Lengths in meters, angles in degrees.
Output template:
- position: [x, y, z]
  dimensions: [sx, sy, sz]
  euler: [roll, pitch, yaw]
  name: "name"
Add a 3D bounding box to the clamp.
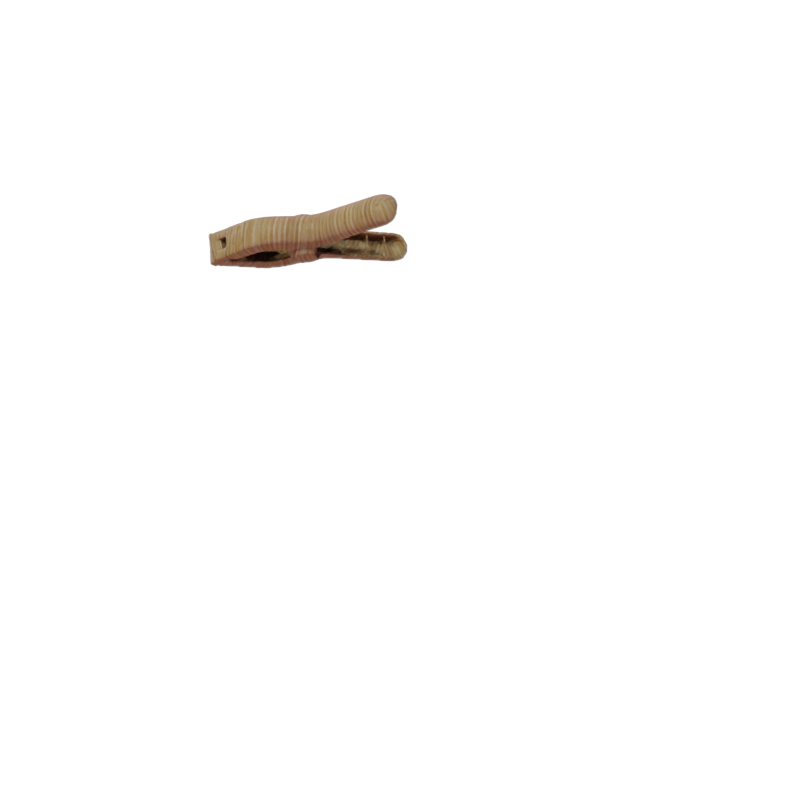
- position: [-0.074, -0.135, 0.946]
  dimensions: [0.174, 0.041, 0.113]
  euler: [-5, -18, 15]
  name: "clamp"
